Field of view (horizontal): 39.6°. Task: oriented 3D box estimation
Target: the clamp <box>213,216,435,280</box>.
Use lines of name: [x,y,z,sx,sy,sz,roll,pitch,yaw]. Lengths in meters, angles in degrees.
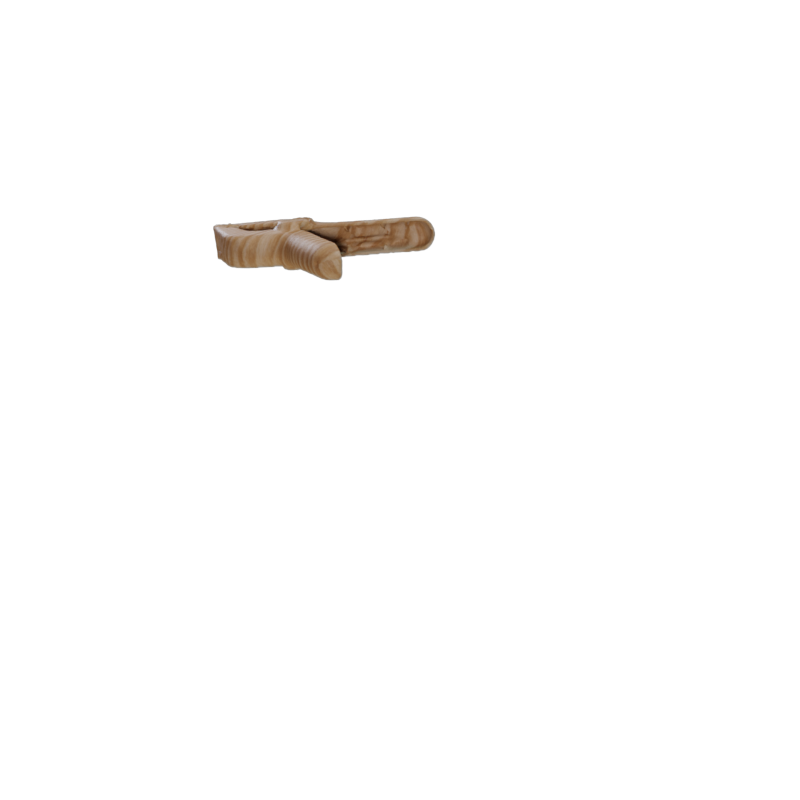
clamp: [-0.063,-0.116,0.811,0.117,0.038,0.181,-13,20,-42]
